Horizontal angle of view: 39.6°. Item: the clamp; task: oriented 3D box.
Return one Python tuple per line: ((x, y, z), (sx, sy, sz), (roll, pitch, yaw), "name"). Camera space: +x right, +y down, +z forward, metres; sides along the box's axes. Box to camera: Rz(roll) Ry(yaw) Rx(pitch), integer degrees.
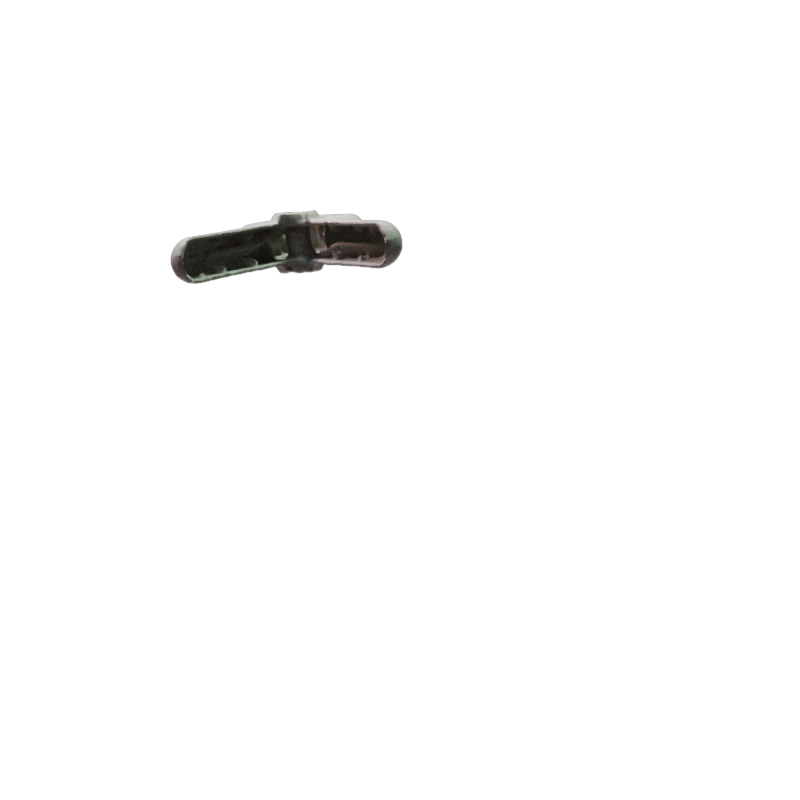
((-0.050, -0.092, 0.641), (0.122, 0.038, 0.173), (3, 15, 10), "clamp")
